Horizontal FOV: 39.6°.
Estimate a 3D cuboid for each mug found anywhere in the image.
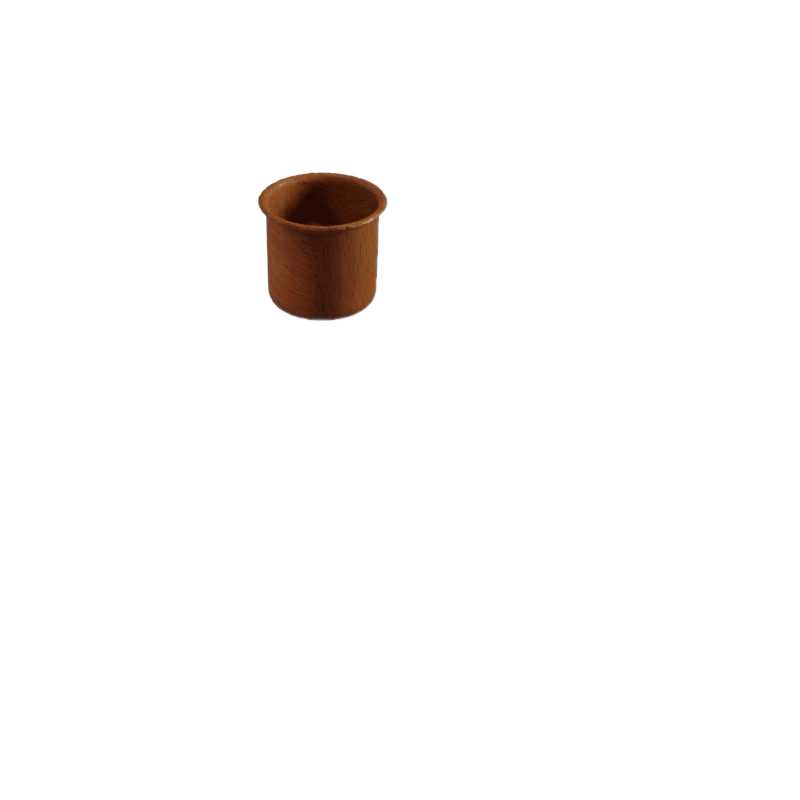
[{"bbox_3d":[-0.065,-0.118,0.824,0.092,0.077,0.126,-21,39,-30],"label":"mug"}]
